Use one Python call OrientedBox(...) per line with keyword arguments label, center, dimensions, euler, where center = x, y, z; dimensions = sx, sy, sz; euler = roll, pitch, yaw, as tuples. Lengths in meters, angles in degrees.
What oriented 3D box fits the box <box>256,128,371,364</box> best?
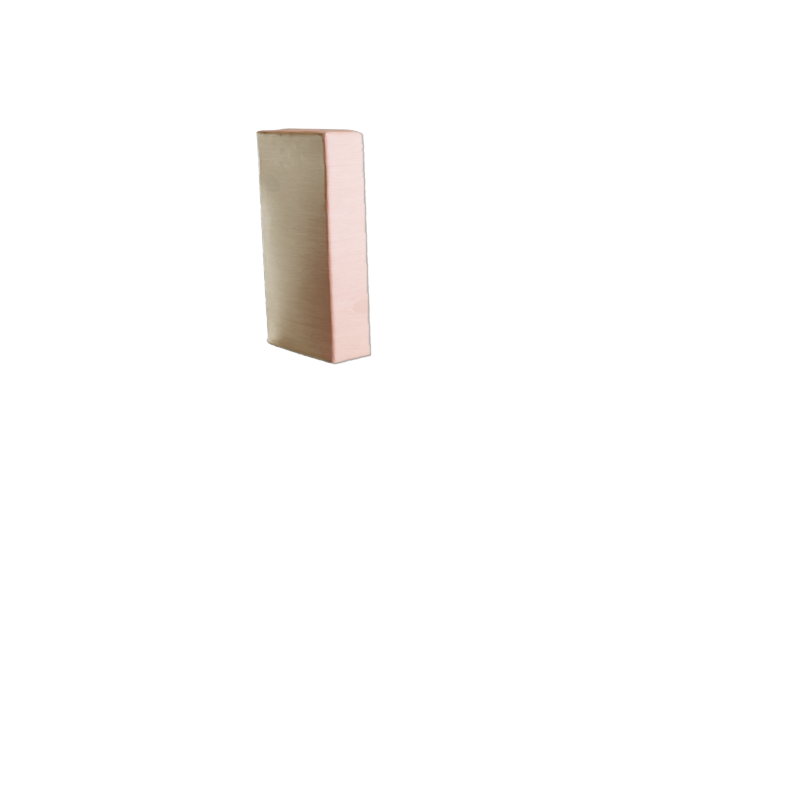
OrientedBox(label="box", center=(-0.068, -0.124, 0.871), dimensions=(0.047, 0.173, 0.098), euler=(-6, 12, -39))
